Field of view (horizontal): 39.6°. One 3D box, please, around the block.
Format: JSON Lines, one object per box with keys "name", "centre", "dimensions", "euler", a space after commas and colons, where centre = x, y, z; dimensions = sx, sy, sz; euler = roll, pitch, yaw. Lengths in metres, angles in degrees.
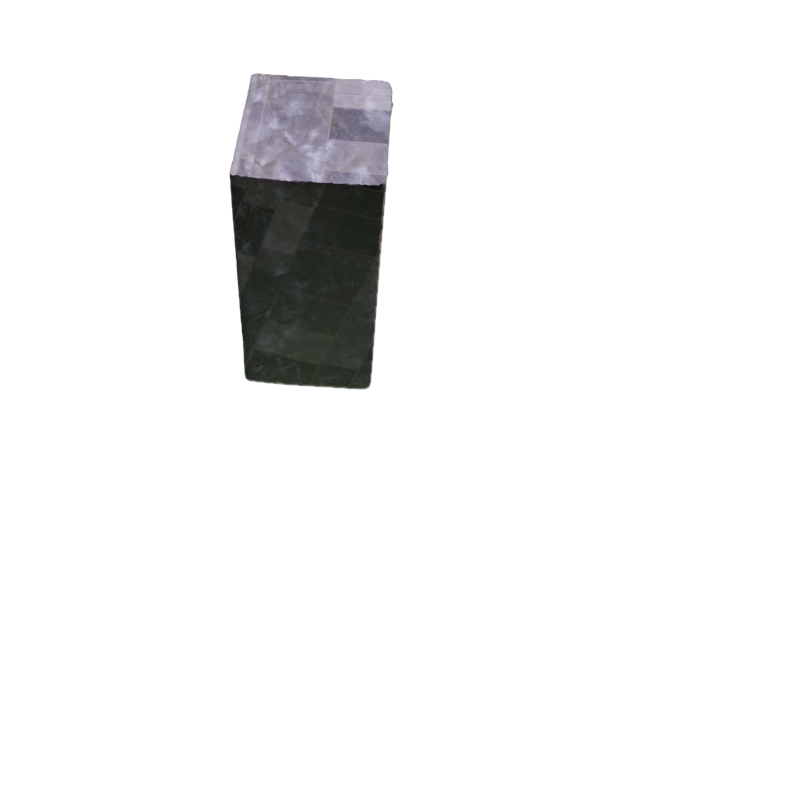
{"name": "block", "centre": [-0.056, -0.103, 0.724], "dimensions": [0.090, 0.097, 0.192], "euler": [5, -37, 0]}
